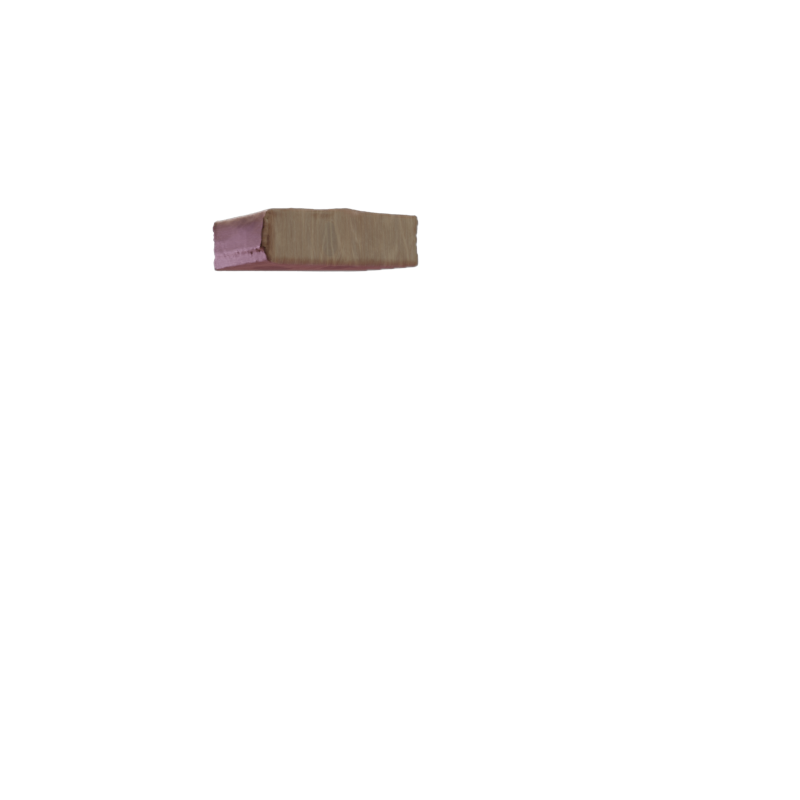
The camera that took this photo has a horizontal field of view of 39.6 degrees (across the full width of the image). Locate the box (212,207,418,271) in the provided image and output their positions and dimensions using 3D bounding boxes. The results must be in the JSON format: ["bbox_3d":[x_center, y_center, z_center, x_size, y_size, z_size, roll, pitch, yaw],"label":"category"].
[{"bbox_3d":[-0.046,-0.084,0.590,0.086,0.030,0.075,-2,3,-28],"label":"box"}]
